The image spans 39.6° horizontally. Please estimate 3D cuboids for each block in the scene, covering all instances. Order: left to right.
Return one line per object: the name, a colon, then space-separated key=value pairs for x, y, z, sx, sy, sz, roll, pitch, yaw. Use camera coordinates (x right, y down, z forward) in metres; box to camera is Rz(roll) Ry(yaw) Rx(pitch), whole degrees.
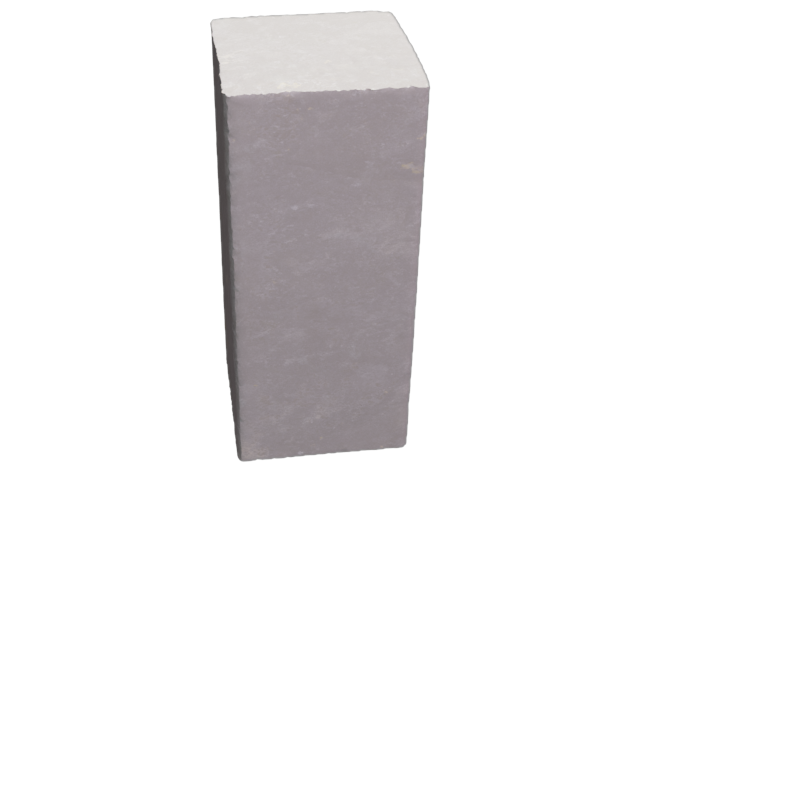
block: x=-0.043 y=-0.079 z=0.553 sx=0.090 sy=0.193 sz=0.097 roll=-4 pitch=37 yaw=-9
